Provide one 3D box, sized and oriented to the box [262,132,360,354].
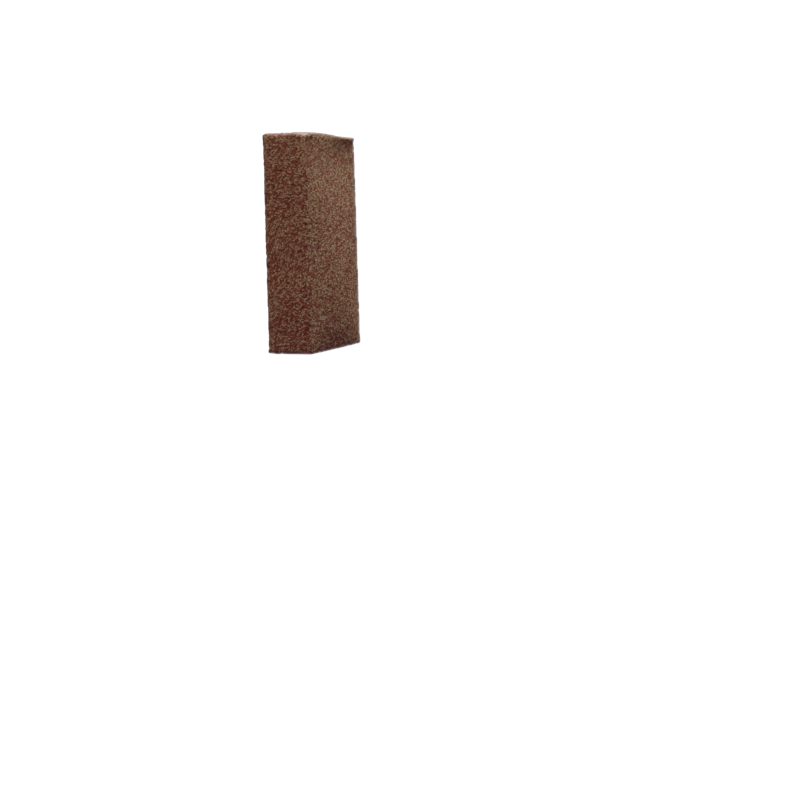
[{"bbox_3d":[-0.071,-0.130,0.912,0.050,0.175,0.091,2,4,25],"label":"box"}]
